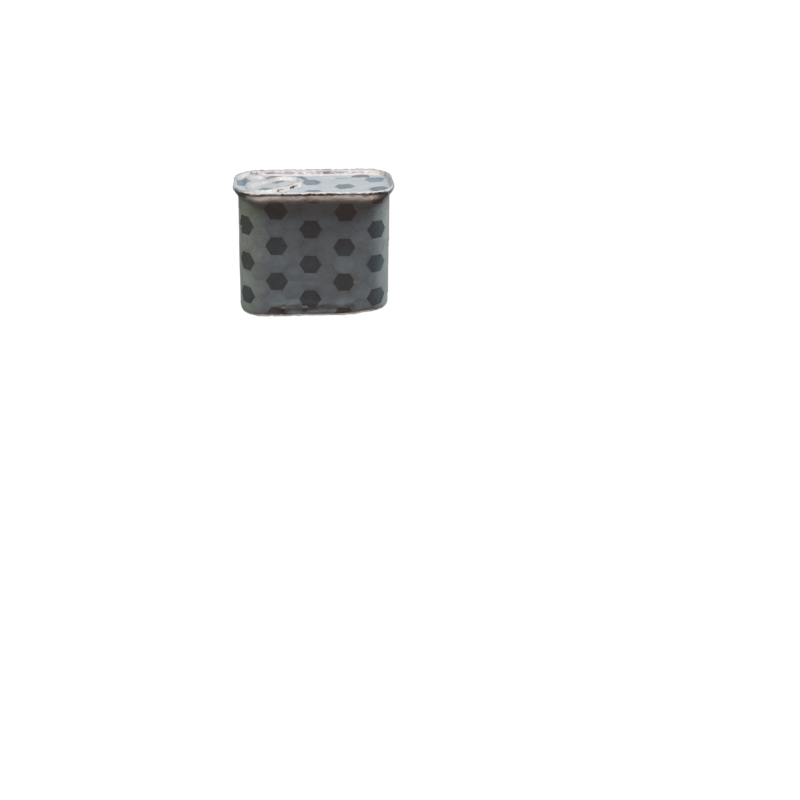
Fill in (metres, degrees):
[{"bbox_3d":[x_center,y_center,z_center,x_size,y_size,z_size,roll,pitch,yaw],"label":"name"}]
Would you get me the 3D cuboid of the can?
[{"bbox_3d":[-0.056,-0.103,0.719,0.101,0.080,0.060,-1,21,-3],"label":"can"}]
